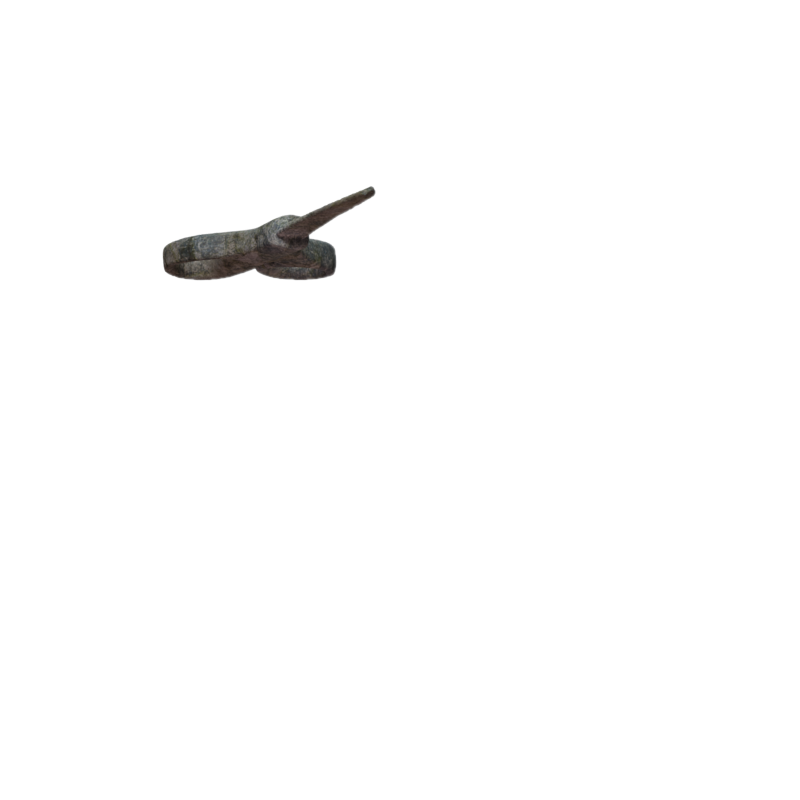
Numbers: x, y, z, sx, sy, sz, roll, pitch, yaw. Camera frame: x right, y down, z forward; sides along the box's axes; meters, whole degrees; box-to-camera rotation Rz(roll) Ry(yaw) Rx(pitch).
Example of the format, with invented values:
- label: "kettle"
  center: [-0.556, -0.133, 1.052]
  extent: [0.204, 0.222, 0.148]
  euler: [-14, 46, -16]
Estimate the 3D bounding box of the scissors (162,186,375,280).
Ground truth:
- label: "scissors"
  center: [-0.040, -0.073, 0.511]
  extent: [0.092, 0.016, 0.207]
  euler: [1, -2, -38]
